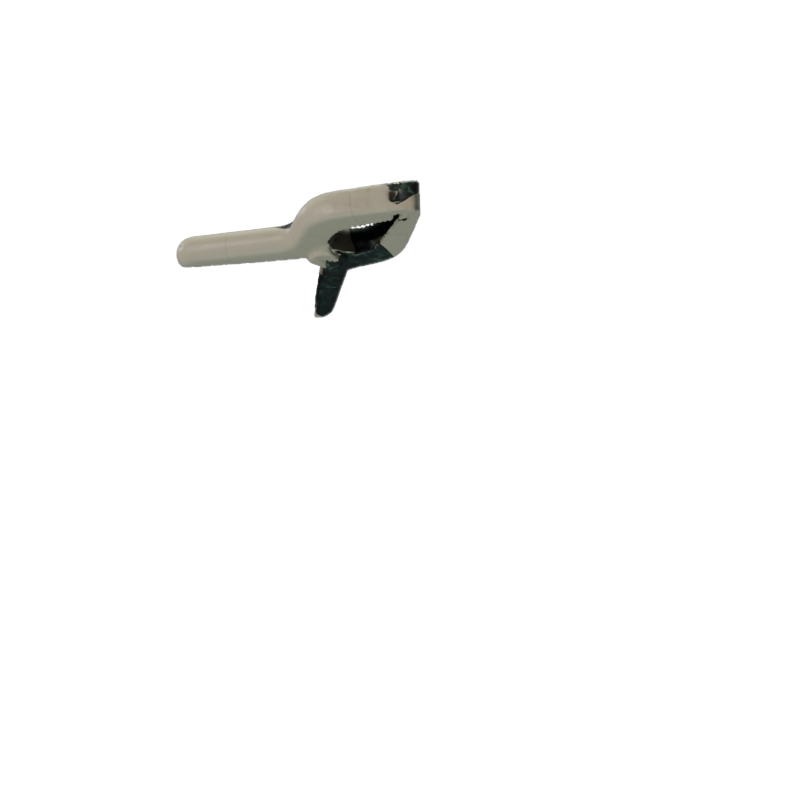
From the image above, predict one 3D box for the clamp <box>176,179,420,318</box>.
[{"bbox_3d":[-0.070,-0.128,0.896,0.156,0.038,0.209,16,-26,-34],"label":"clamp"}]
